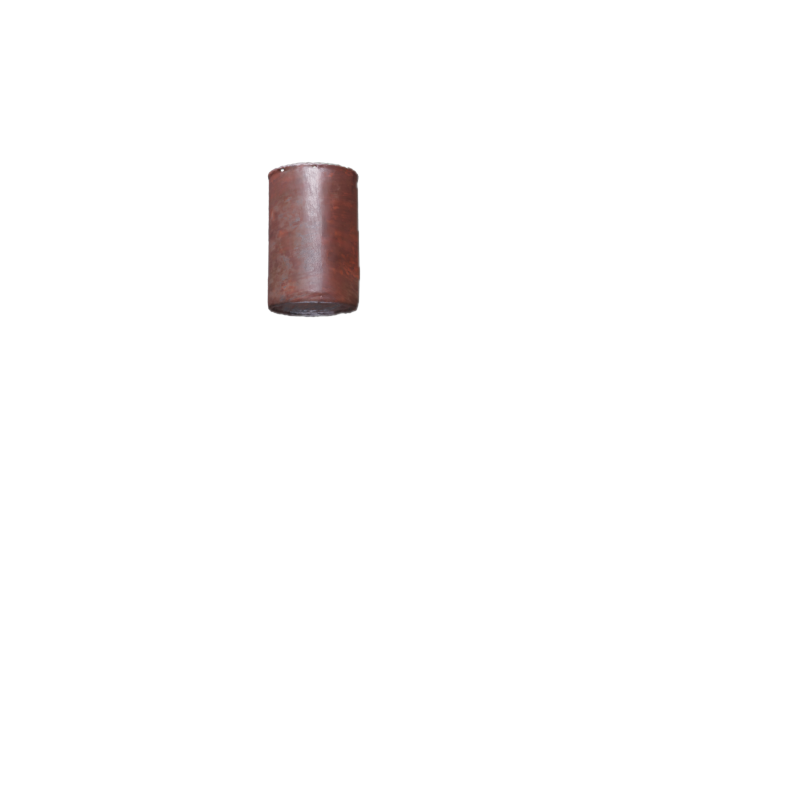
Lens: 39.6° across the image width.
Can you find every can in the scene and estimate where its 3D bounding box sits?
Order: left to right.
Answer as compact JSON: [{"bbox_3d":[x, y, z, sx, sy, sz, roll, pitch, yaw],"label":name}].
[{"bbox_3d":[-0.064,-0.116,0.816,0.068,0.105,0.067,0,-10,-2],"label":"can"}]
